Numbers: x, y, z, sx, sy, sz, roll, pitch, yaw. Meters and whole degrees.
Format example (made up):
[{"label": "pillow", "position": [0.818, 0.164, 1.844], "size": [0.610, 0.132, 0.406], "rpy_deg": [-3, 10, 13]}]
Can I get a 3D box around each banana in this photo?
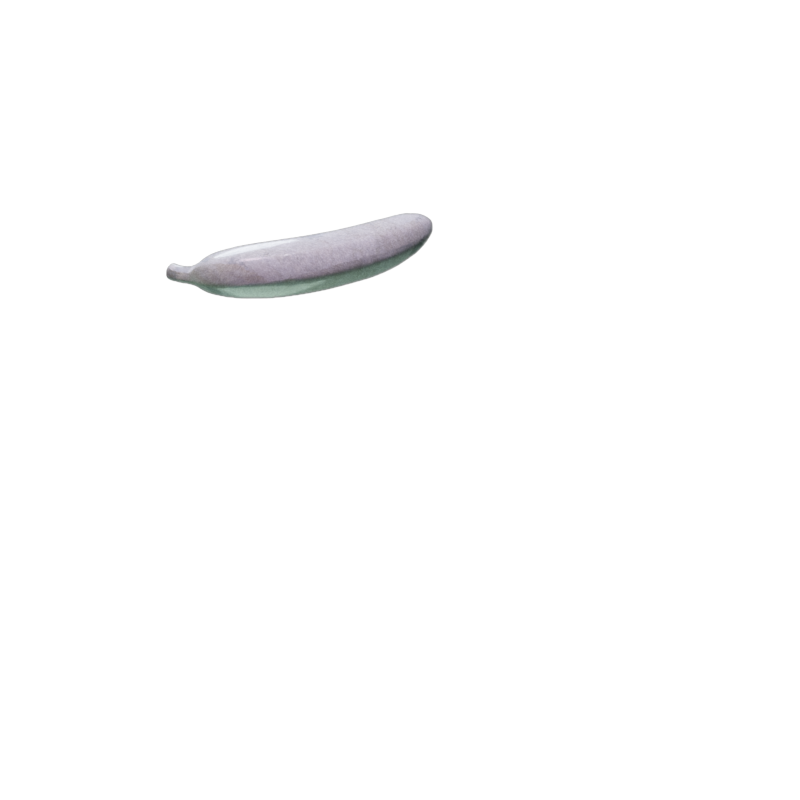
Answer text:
[{"label": "banana", "position": [-0.056, -0.100, 0.755], "size": [0.194, 0.035, 0.075], "rpy_deg": [-12, 32, -19]}]
